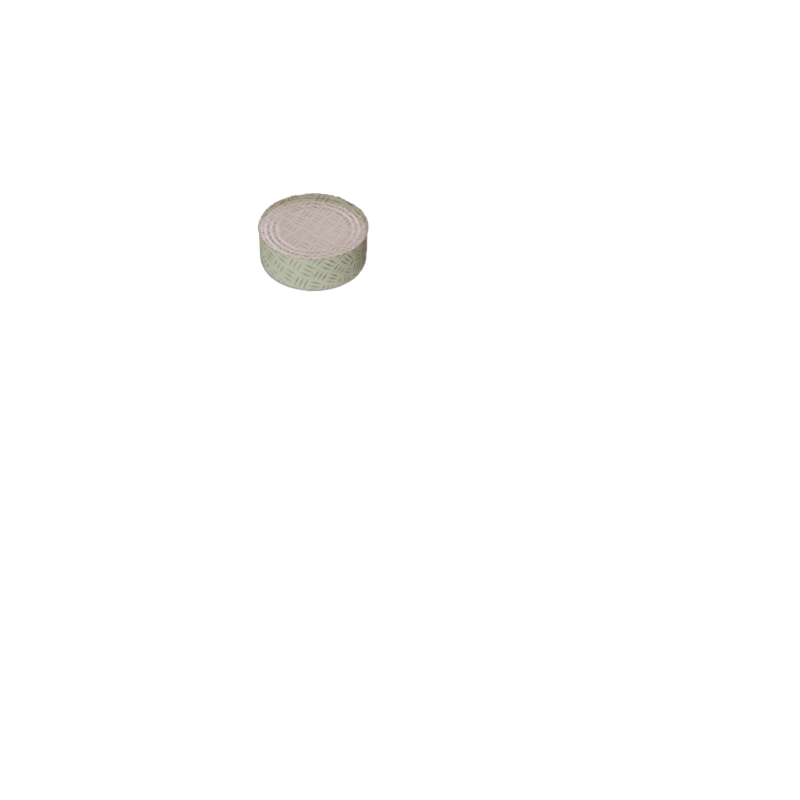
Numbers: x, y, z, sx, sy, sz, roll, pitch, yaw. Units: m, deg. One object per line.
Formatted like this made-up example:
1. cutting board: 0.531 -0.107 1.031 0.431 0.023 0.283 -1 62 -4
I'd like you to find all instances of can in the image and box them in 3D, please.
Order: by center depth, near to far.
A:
1. can: -0.068 -0.124 0.867 0.086 0.031 0.092 -1 42 -2
